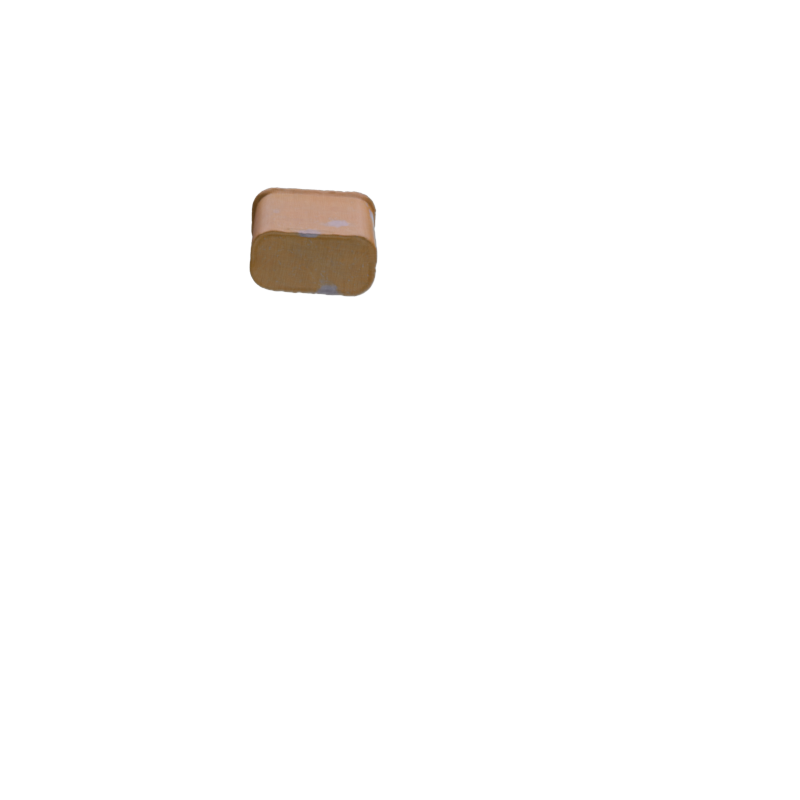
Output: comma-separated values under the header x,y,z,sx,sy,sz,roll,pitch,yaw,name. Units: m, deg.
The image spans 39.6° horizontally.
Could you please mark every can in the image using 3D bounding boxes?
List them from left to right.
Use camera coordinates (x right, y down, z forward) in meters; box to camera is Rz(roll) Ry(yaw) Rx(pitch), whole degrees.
x,y,z,sx,sy,sz,roll,pitch,yaw,name
-0.068,-0.125,0.874,0.101,0.054,0.089,3,29,-3,can
